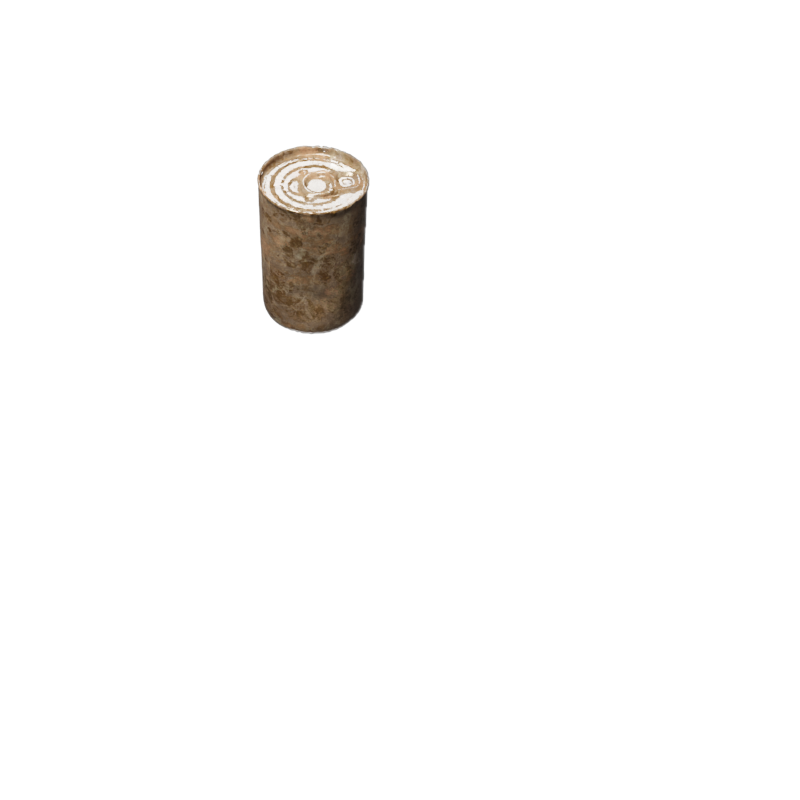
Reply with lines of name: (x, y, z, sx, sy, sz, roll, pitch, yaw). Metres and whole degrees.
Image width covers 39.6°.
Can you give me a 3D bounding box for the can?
can: (-0.055, -0.100, 0.703, 0.068, 0.095, 0.074, 0, 44, -3)
